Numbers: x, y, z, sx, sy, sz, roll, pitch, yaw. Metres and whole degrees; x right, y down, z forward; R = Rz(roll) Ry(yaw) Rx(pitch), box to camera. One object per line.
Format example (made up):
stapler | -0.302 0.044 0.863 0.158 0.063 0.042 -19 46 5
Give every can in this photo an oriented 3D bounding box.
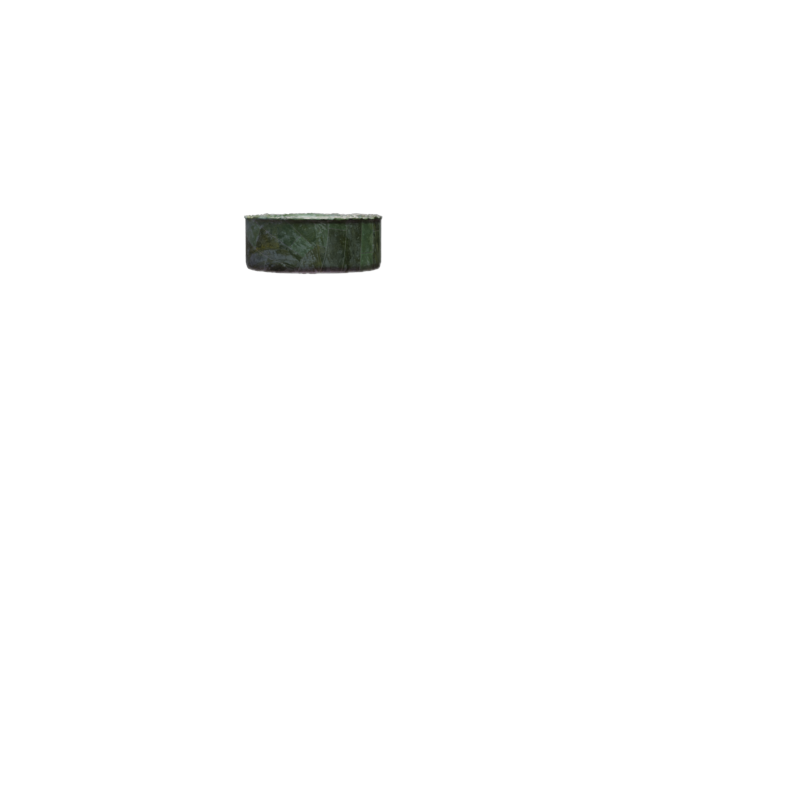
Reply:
can | -0.054 -0.098 0.688 0.086 0.033 0.088 0 10 -2
